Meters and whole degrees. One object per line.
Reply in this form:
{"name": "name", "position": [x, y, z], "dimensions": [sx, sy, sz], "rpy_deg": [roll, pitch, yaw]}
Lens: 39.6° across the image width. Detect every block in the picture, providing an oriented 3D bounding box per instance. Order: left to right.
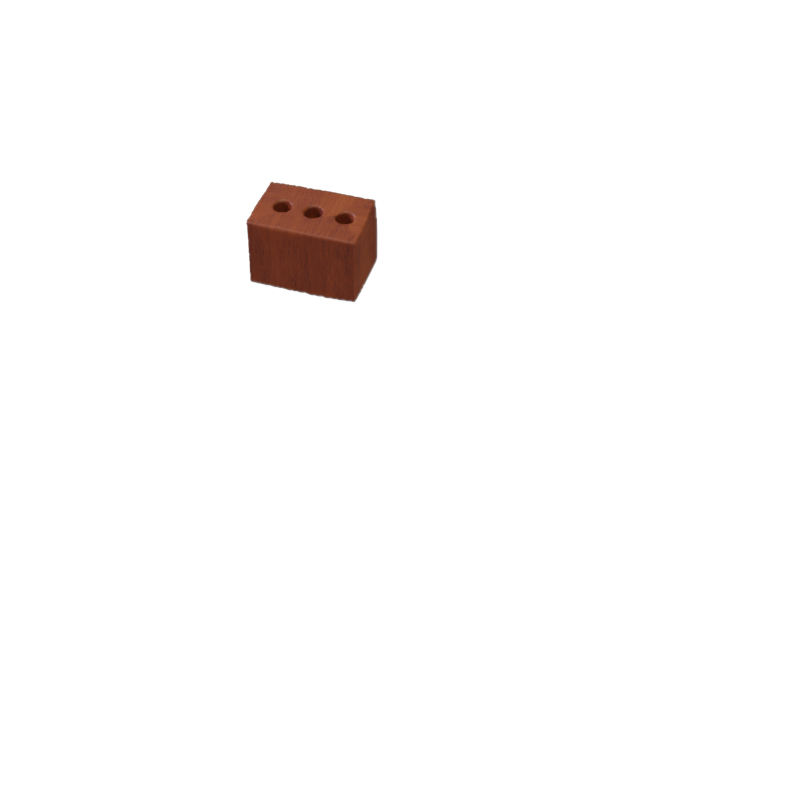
{"name": "block", "position": [-0.059, -0.107, 0.750], "dimensions": [0.080, 0.048, 0.055], "rpy_deg": [11, 41, 12]}
